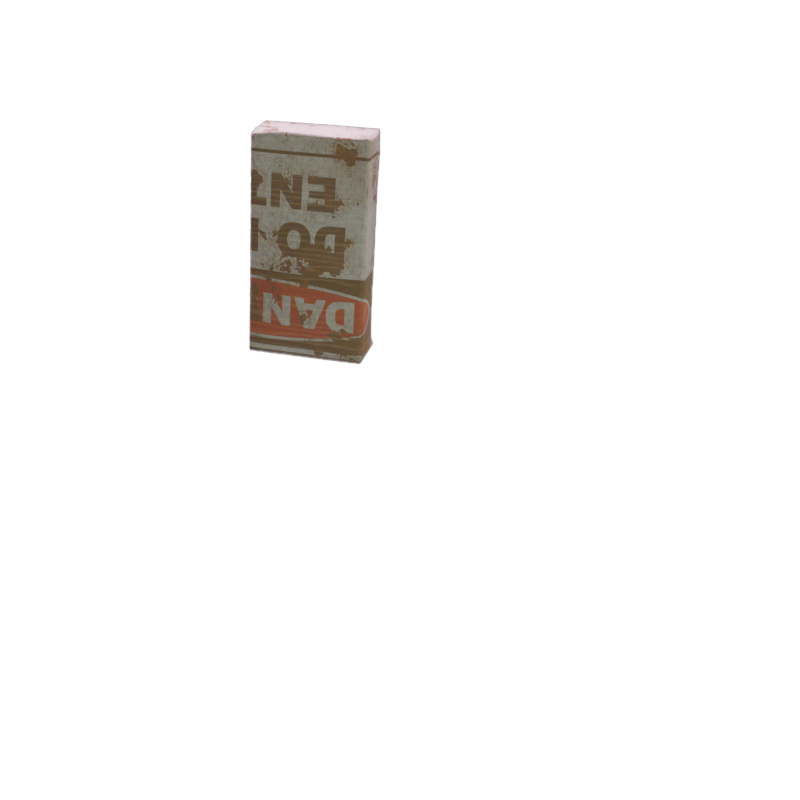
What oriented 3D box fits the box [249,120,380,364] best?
[{"bbox_3d":[-0.066,-0.120,0.843,0.095,0.168,0.049,6,21,13],"label":"box"}]
